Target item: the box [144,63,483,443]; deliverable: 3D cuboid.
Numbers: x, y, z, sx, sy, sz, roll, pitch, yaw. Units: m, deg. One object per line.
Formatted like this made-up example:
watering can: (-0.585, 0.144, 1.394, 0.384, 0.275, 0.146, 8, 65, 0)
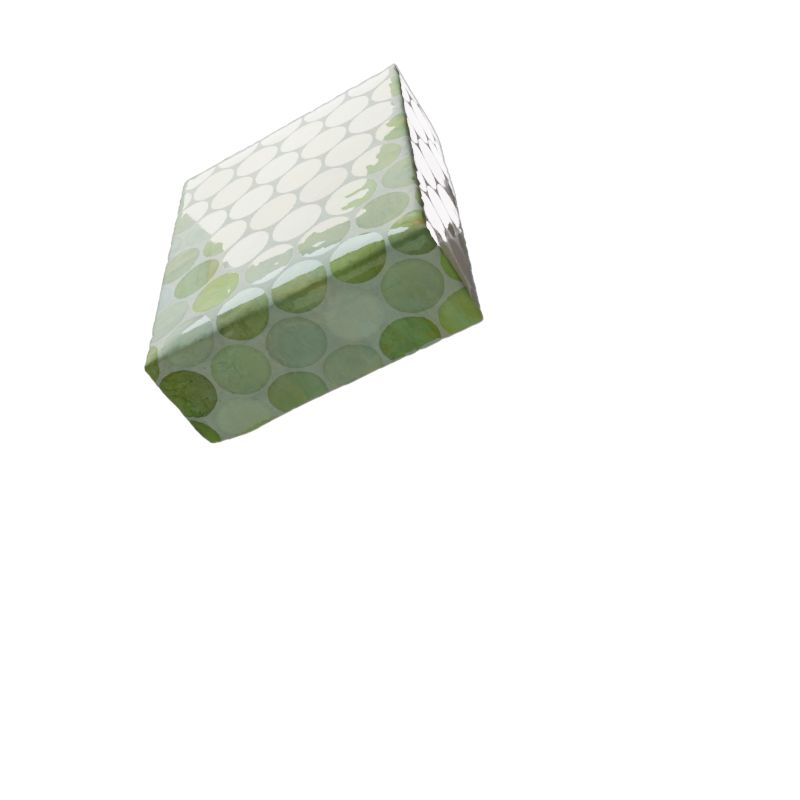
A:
box: (-0.050, -0.092, 0.641, 0.164, 0.067, 0.228, -26, 33, 14)
